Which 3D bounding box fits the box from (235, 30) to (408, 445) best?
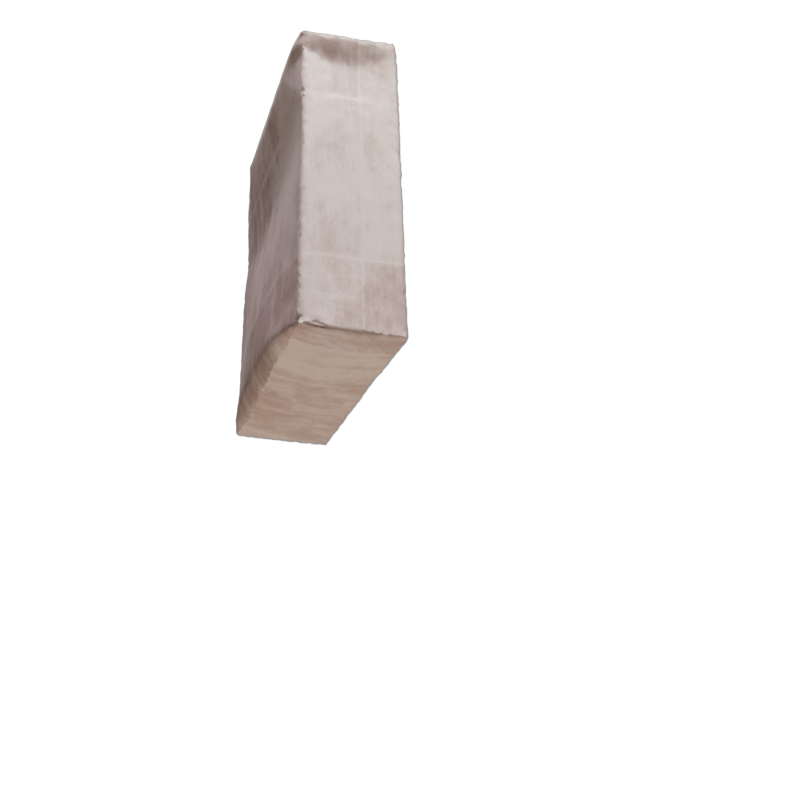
[{"bbox_3d":[-0.056,-0.102,0.711,0.070,0.227,0.158,8,-29,-17],"label":"box"}]
